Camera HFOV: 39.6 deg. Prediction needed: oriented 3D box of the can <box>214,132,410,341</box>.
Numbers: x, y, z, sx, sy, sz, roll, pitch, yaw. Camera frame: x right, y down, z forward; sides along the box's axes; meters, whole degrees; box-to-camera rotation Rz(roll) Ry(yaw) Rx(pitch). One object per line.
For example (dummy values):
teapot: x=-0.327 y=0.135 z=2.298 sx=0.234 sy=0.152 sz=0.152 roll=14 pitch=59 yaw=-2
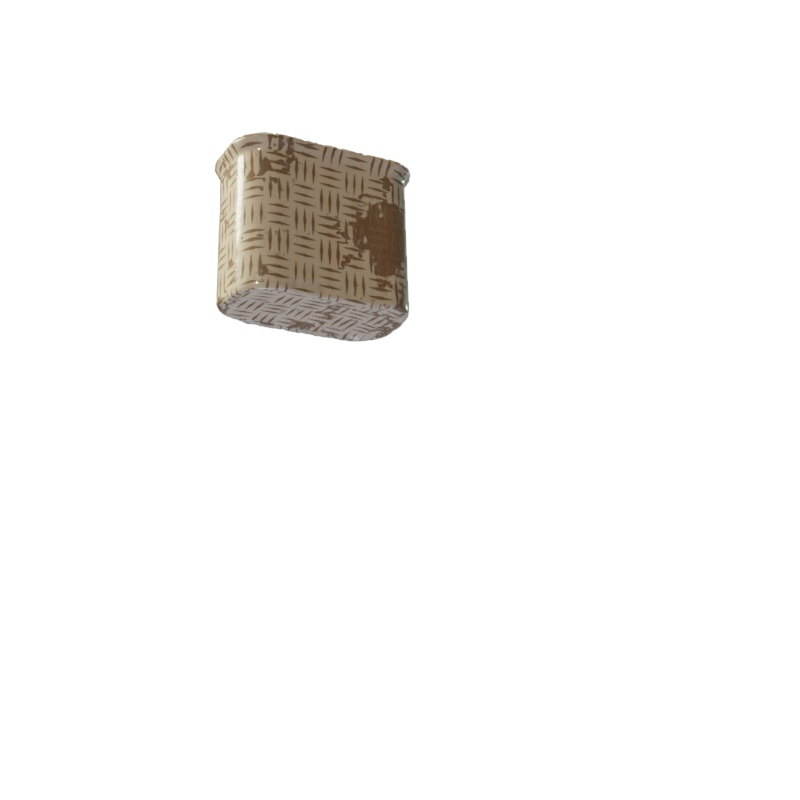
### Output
can: x=-0.045 y=-0.082 z=0.573 sx=0.098 sy=0.088 sz=0.057 roll=9 pitch=-24 yaw=-25
